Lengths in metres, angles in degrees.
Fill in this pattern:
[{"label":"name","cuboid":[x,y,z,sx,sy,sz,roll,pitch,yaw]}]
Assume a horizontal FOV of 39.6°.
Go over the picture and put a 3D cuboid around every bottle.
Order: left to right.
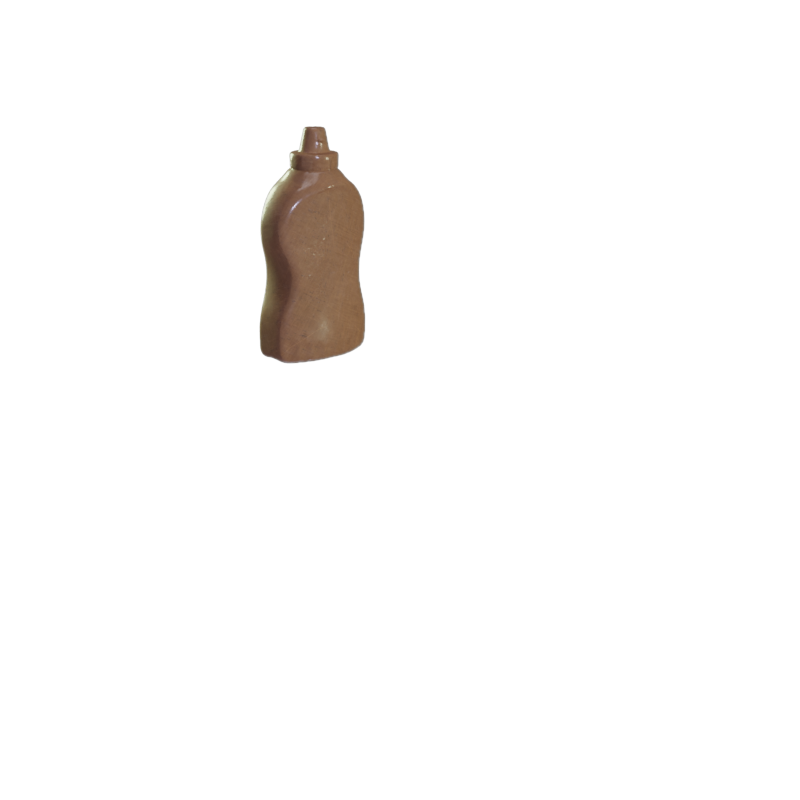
[{"label":"bottle","cuboid":[-0.072,-0.132,0.928,0.093,0.187,0.062,-10,15,-39]}]
